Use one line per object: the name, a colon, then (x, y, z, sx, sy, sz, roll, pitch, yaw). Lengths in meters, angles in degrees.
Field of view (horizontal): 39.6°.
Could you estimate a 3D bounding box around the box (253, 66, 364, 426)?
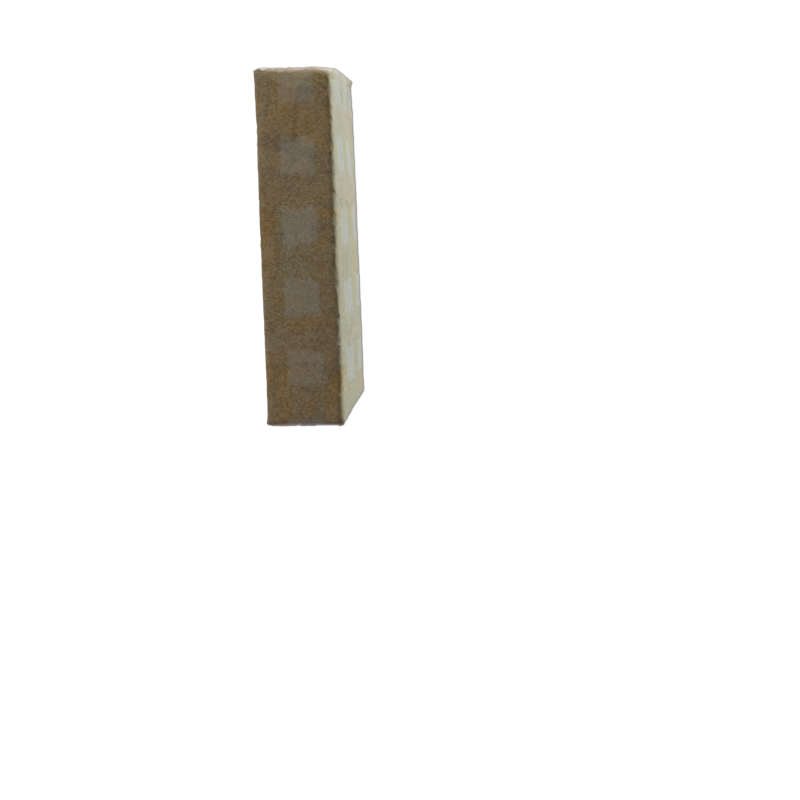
box: (-0.045, -0.083, 0.581, 0.048, 0.174, 0.094, 1, 6, 5)
